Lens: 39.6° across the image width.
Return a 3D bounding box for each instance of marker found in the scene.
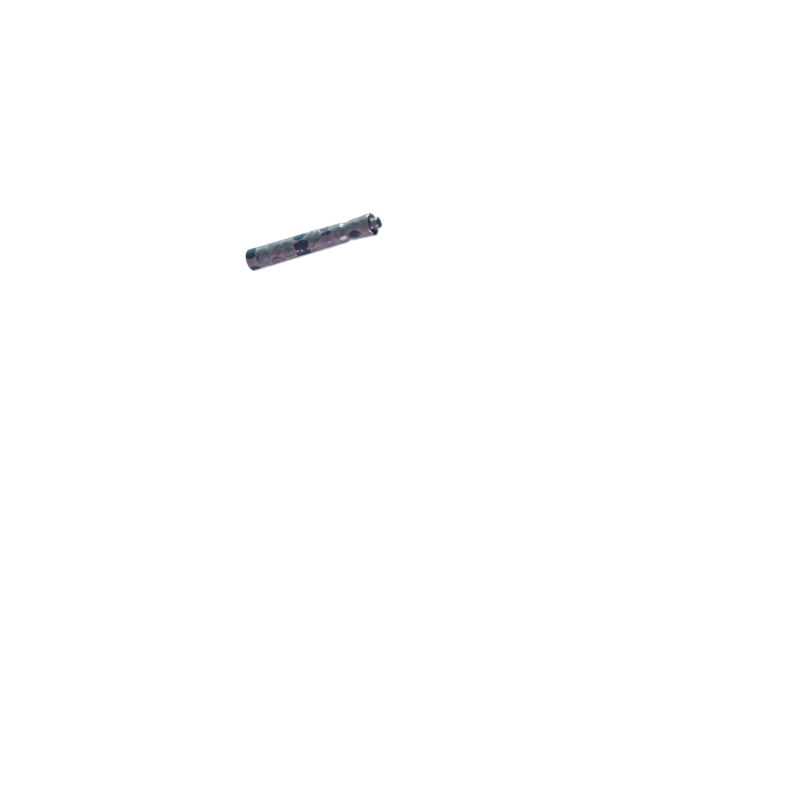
[{"bbox_3d":[-0.070,-0.128,0.897,0.123,0.020,0.019,-12,-2,26],"label":"marker"}]
